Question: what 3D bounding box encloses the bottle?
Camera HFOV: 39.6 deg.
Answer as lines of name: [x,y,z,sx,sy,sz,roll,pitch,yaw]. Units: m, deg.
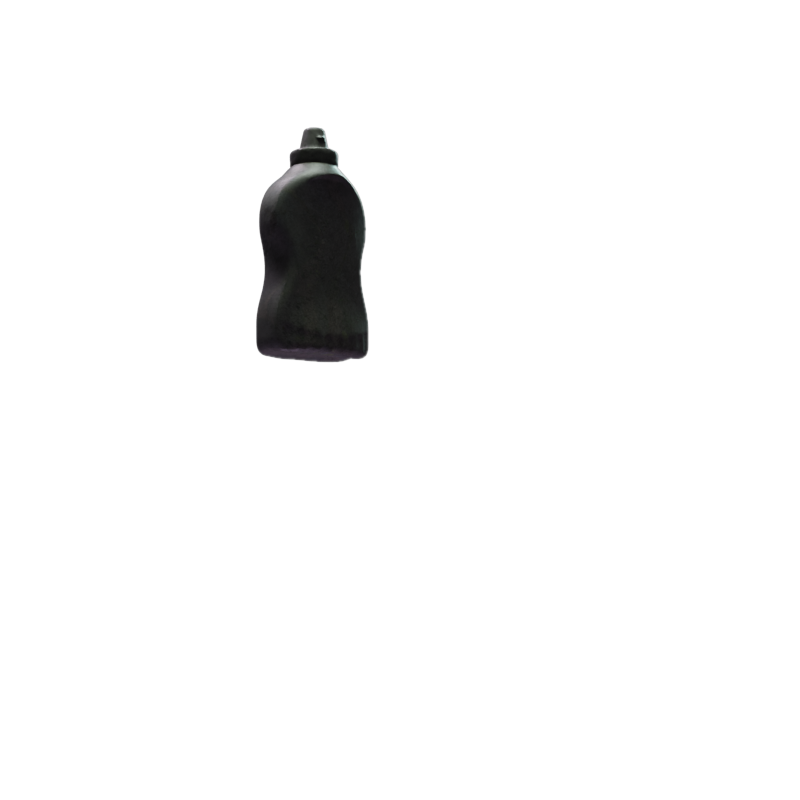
bottle: [-0.071,-0.130,0.911,0.092,0.197,0.059,7,-14,-37]
